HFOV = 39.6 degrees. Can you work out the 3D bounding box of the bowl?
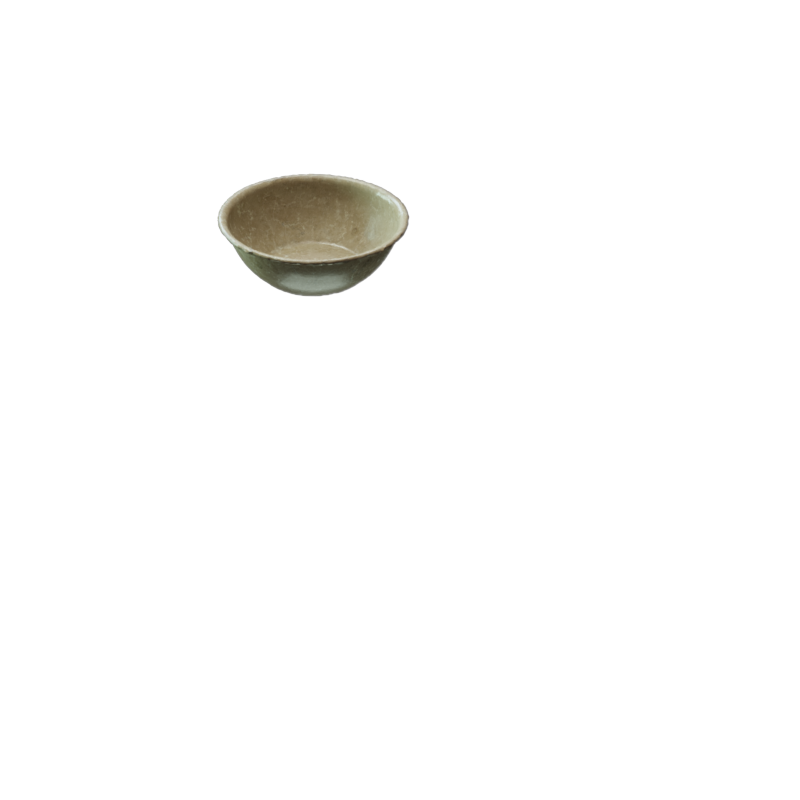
[{"bbox_3d":[-0.074,-0.135,0.948,0.162,0.052,0.173,-1,35,-2],"label":"bowl"}]
